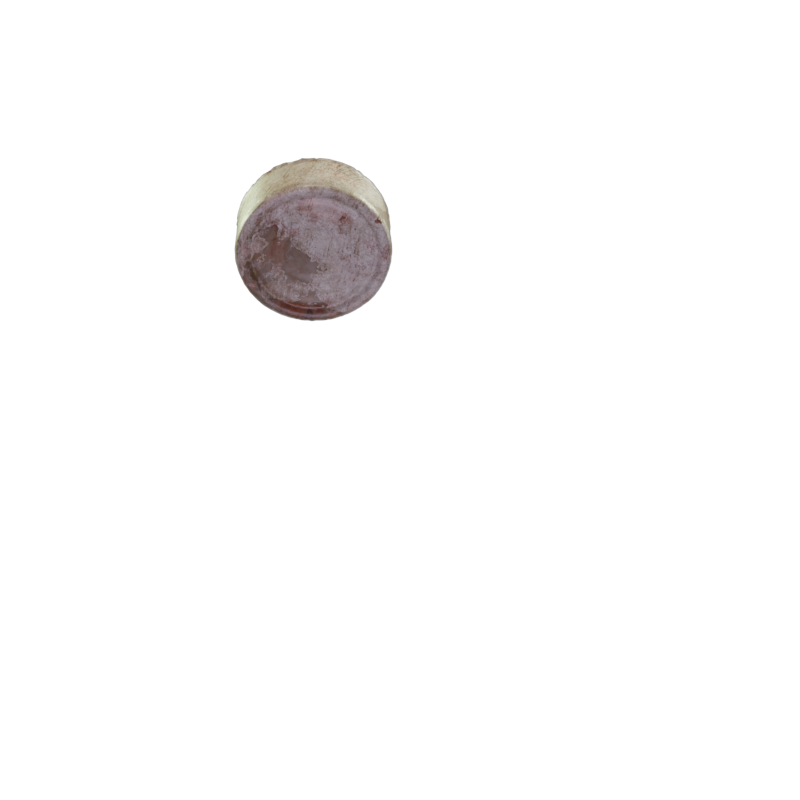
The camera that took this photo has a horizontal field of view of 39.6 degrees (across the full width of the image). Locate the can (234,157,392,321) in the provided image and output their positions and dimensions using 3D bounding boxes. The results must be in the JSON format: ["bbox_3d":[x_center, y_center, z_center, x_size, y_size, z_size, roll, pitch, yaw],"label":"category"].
[{"bbox_3d":[-0.047,-0.086,0.603,0.086,0.081,0.036,1,31,-1],"label":"can"}]
